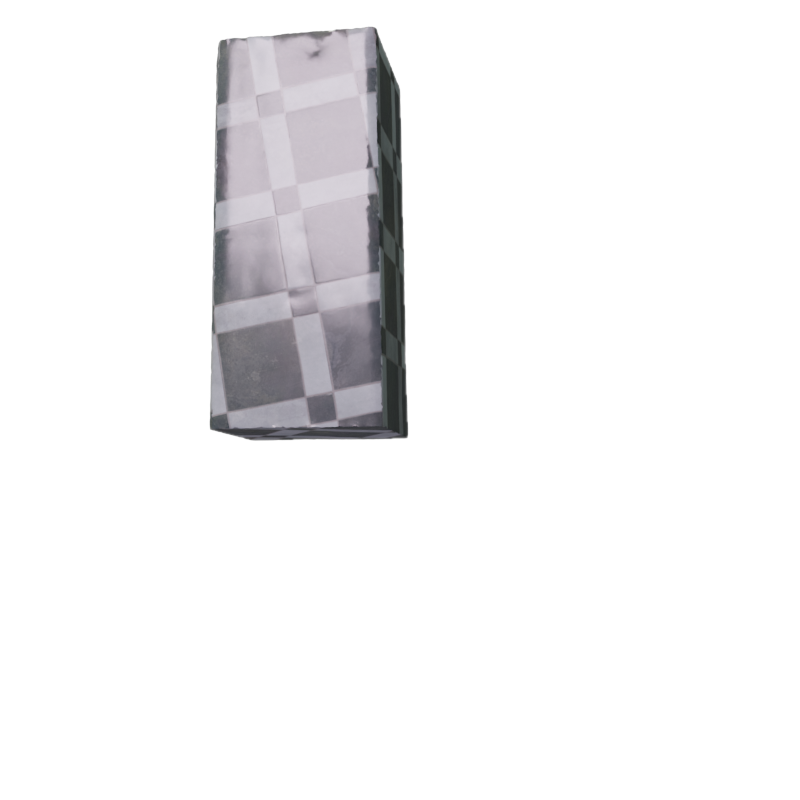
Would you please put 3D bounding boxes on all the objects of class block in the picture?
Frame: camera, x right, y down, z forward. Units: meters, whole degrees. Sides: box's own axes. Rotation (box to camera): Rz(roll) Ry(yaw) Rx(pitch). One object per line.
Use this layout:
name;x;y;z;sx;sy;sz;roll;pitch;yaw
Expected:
block;-0.048;-0.086;0.601;0.091;0.213;0.087;-3;-13;9
